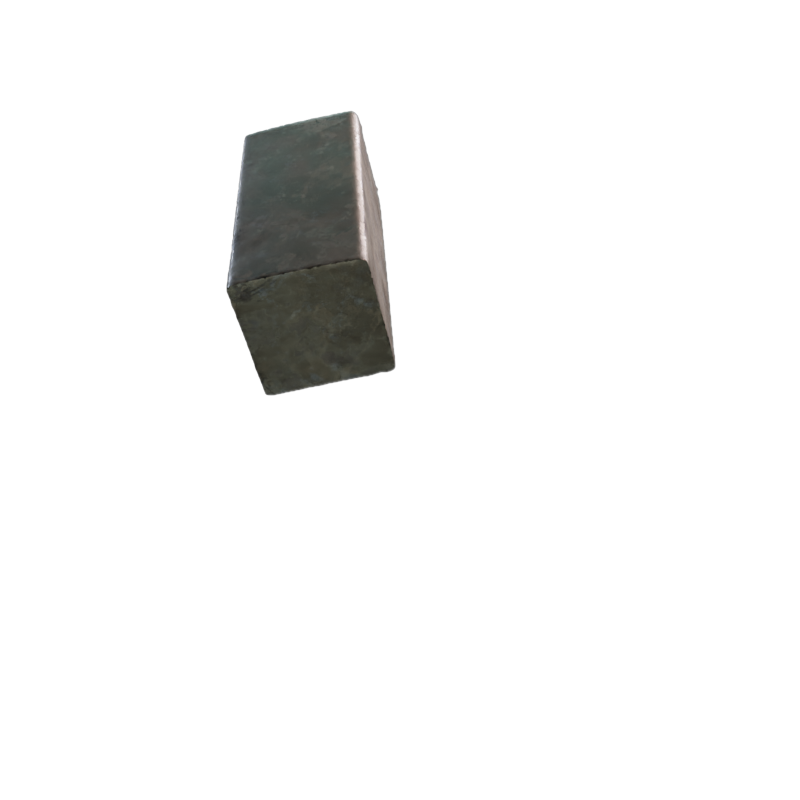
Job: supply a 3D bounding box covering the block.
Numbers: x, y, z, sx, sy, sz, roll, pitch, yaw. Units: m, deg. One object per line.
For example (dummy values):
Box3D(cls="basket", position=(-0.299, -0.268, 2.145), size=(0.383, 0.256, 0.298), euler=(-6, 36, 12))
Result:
Box3D(cls="block", position=(-0.060, -0.111, 0.775), size=(0.090, 0.084, 0.220), euler=(-12, 37, 5))
